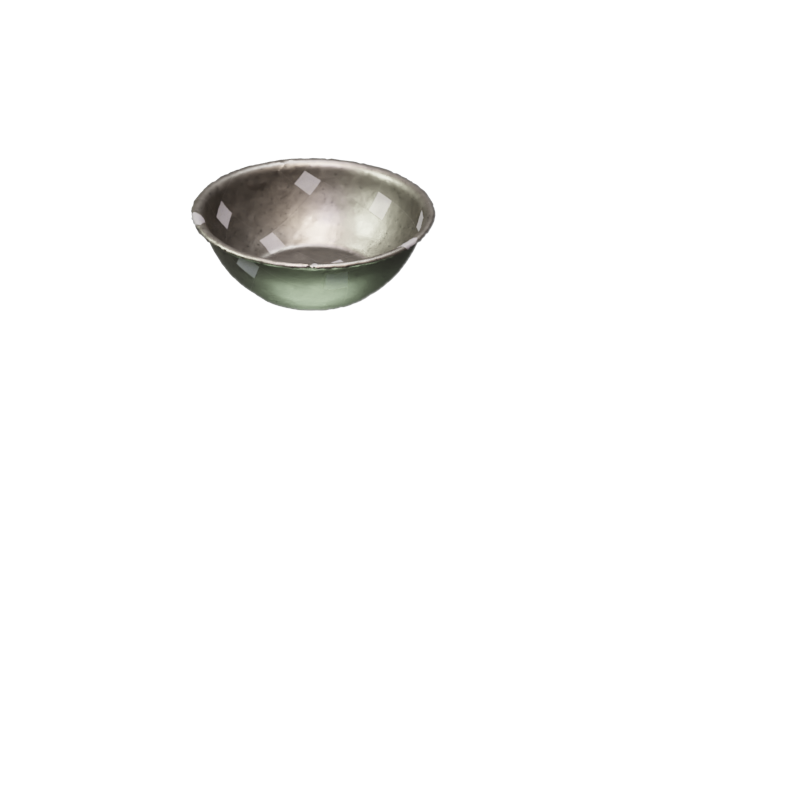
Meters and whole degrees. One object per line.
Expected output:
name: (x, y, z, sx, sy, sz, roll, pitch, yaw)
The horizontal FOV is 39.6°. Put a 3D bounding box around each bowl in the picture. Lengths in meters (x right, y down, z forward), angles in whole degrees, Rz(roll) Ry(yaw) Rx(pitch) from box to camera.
bowl: (-0.059, -0.107, 0.747, 0.162, 0.052, 0.173, -1, 33, -2)
